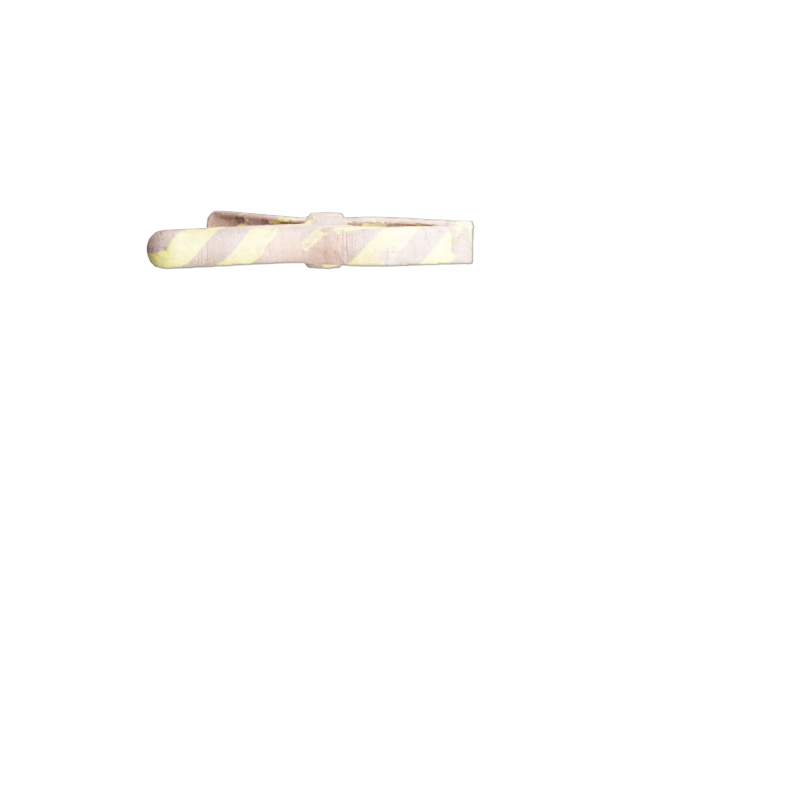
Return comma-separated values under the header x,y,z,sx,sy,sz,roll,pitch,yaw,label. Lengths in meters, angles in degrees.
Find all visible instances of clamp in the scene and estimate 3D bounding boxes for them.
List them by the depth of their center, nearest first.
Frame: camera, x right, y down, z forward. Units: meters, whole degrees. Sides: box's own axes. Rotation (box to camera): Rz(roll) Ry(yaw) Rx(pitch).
x,y,z,sx,sy,sz,roll,pitch,yaw,label
-0.058,-0.107,0.746,0.214,0.035,0.166,4,15,13,clamp
